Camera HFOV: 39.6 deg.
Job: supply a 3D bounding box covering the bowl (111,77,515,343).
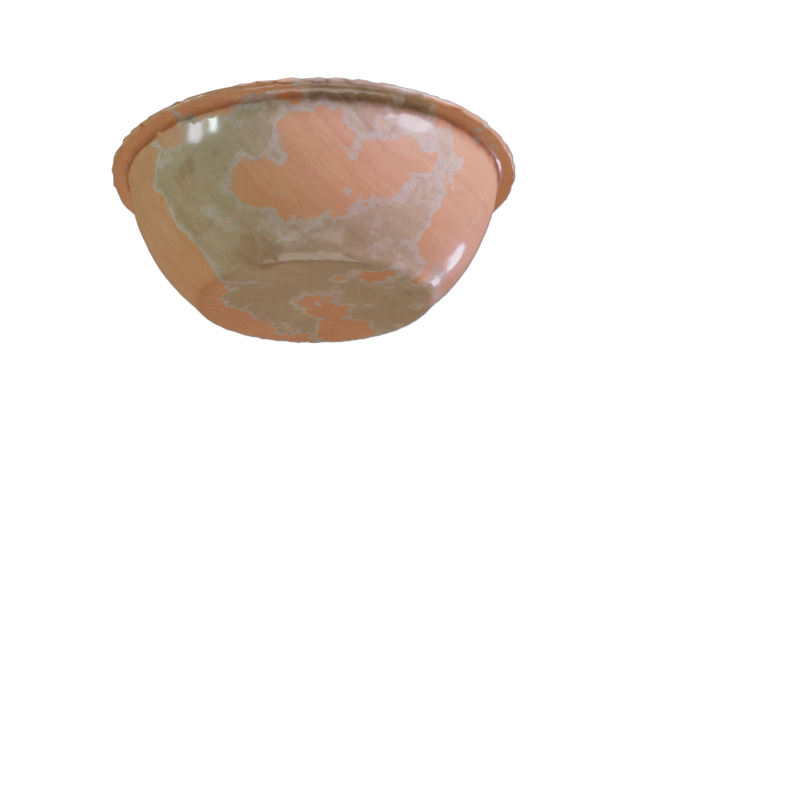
[{"bbox_3d":[-0.034,-0.063,0.439,0.162,0.058,0.155,0,-18,-2],"label":"bowl"}]
